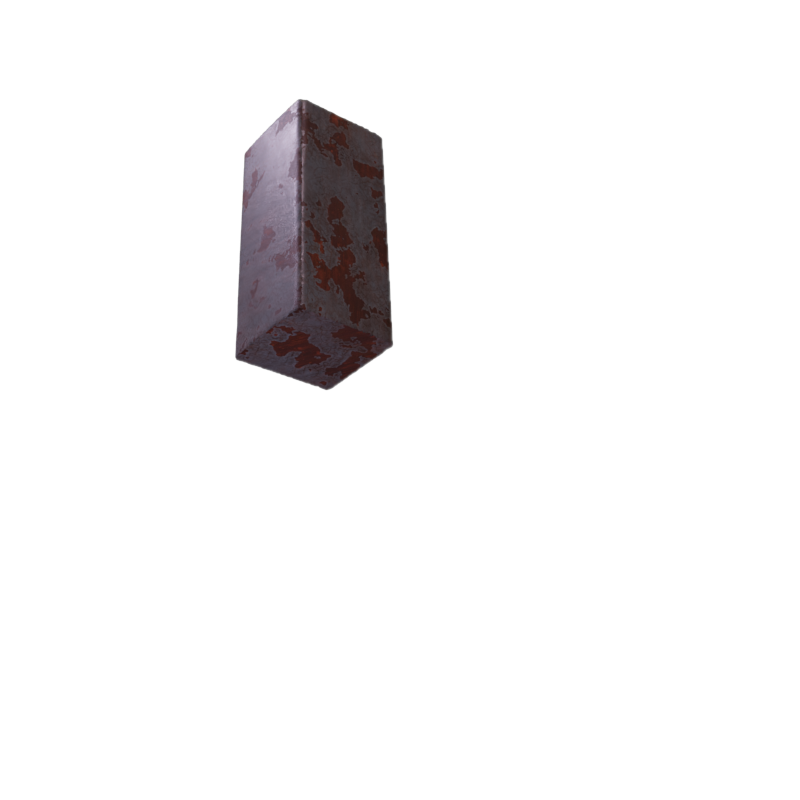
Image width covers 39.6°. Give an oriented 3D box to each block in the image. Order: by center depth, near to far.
[{"bbox_3d":[-0.070,-0.128,0.897,0.086,0.220,0.089,21,-40,-31],"label":"block"}]
